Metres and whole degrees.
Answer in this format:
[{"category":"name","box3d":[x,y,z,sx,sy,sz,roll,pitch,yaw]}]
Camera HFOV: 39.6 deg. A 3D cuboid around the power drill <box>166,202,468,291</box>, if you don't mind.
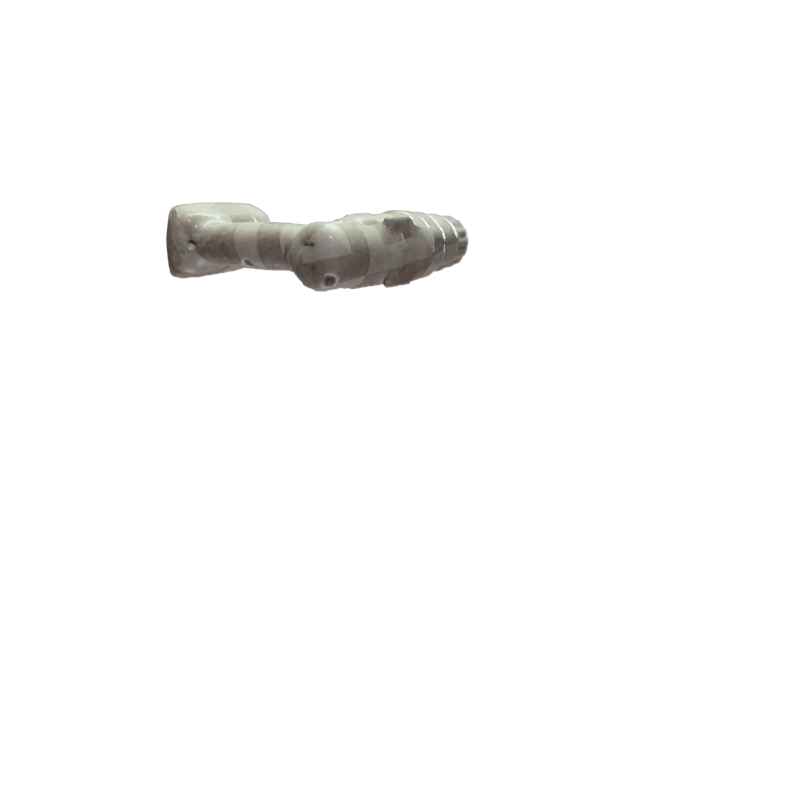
[{"category":"power drill","box3d":[-0.064,-0.117,0.819,0.196,0.057,0.179,7,12,35]}]
